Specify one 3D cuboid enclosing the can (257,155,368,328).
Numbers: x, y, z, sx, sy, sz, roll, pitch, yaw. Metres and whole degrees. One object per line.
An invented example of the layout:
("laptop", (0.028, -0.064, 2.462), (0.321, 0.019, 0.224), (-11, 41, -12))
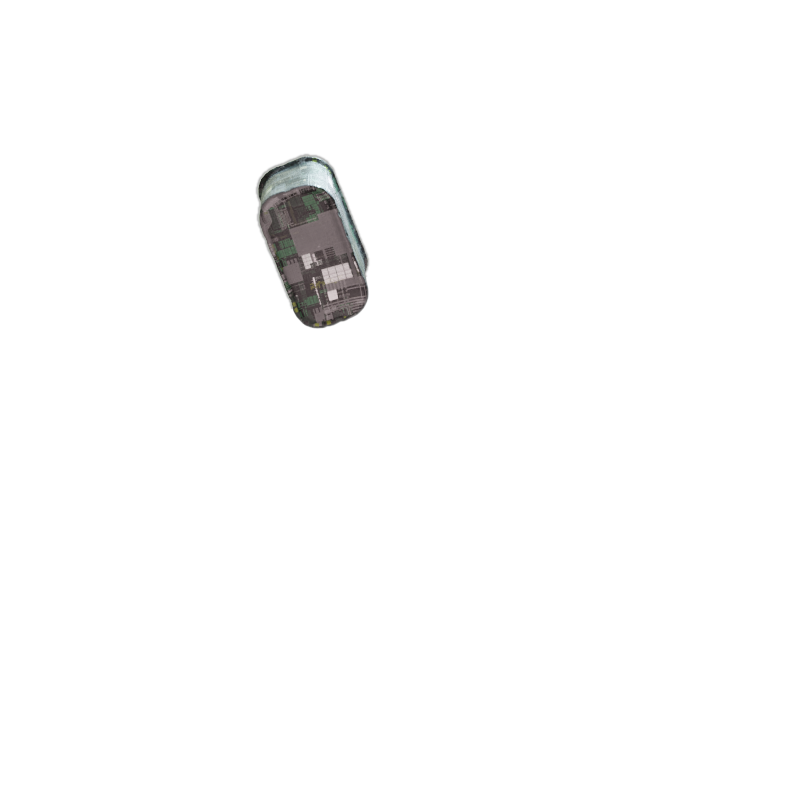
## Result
("can", (-0.059, -0.108, 0.757), (0.057, 0.098, 0.087), (-20, 18, 4))
